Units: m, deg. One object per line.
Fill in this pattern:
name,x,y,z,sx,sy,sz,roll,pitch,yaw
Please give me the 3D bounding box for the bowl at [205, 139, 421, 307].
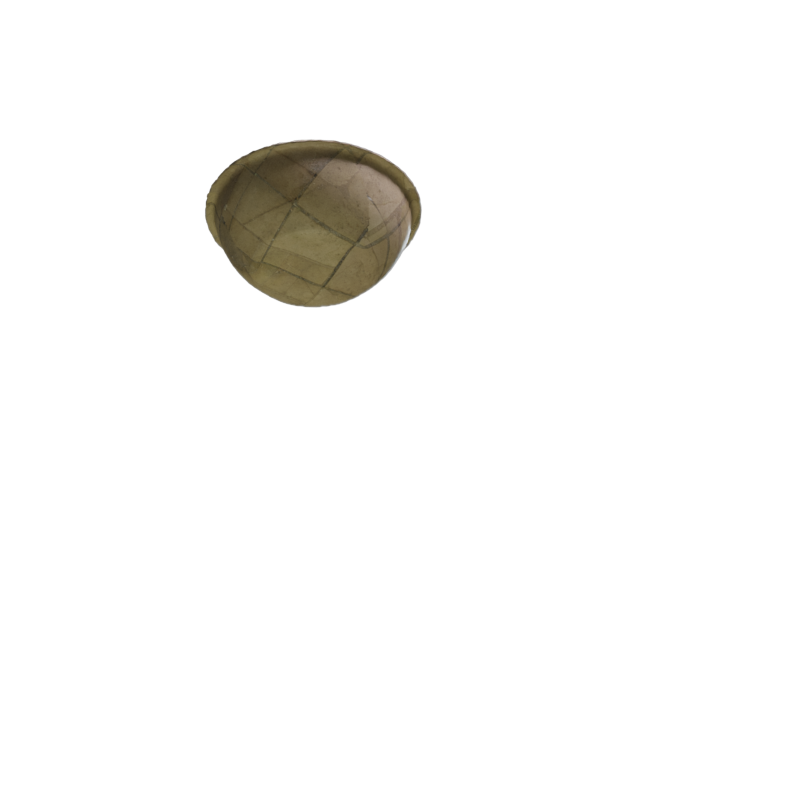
bowl,-0.064,-0.116,0.812,0.162,0.059,0.151,1,-34,-2
